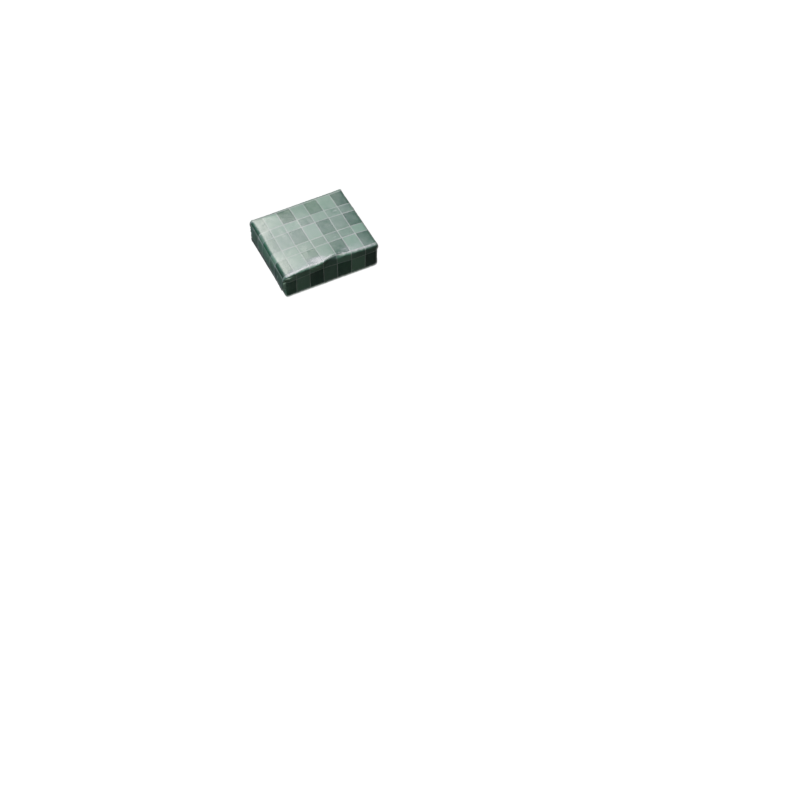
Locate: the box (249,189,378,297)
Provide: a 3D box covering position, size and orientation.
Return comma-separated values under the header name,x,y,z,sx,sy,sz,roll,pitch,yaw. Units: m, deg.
name,x,y,z,sx,sy,sz,roll,pitch,yaw
box,-0.074,-0.135,0.945,0.089,0.079,0.028,-21,-35,-16
